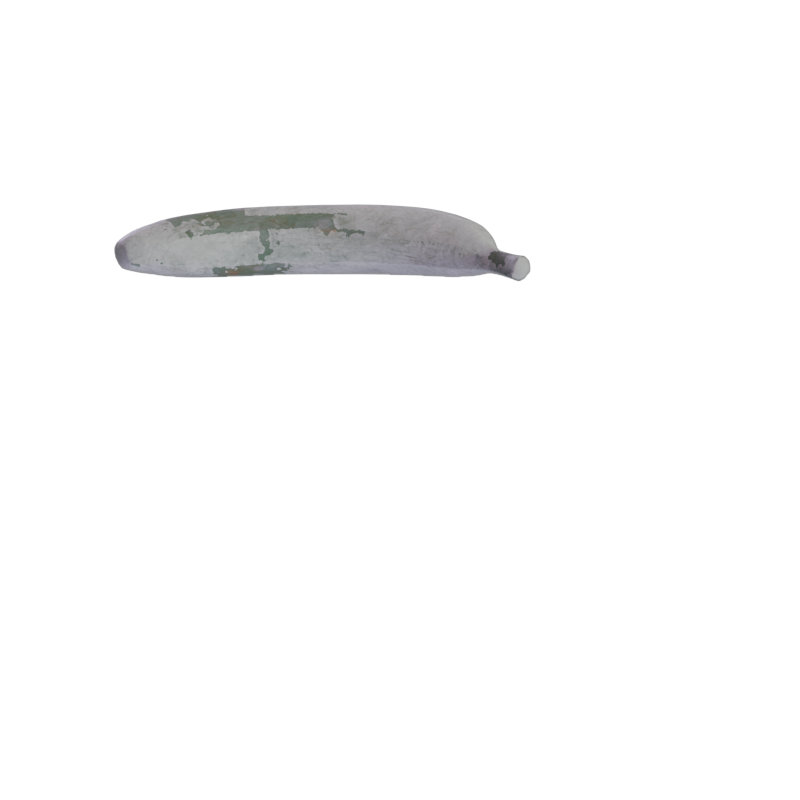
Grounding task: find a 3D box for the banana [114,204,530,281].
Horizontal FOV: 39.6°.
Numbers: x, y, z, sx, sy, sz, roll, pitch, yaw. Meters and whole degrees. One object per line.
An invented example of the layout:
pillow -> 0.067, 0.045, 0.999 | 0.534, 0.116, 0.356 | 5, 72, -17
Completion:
banana -> -0.039, -0.080, 0.555 | 0.198, 0.036, 0.070 | 0, 8, 0
